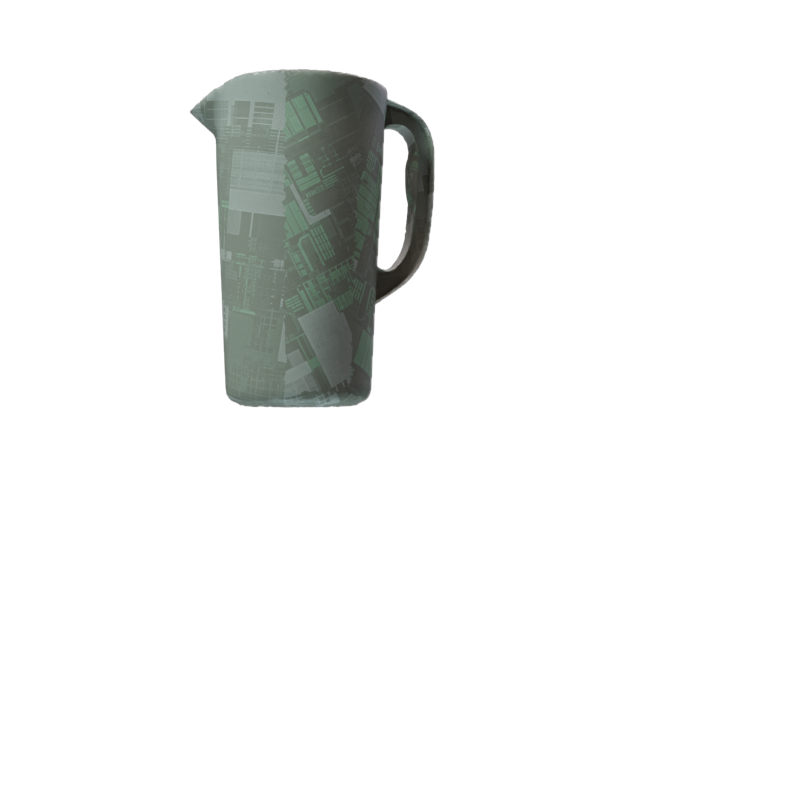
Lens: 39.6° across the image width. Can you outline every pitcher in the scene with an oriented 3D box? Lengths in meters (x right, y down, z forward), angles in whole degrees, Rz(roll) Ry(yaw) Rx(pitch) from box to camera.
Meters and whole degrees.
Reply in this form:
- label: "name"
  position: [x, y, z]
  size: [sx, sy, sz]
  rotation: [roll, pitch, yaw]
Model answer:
- label: "pitcher"
  position: [-0.065, -0.119, 0.833]
  size: [0.153, 0.246, 0.139]
  rotation: [-2, -4, 26]
